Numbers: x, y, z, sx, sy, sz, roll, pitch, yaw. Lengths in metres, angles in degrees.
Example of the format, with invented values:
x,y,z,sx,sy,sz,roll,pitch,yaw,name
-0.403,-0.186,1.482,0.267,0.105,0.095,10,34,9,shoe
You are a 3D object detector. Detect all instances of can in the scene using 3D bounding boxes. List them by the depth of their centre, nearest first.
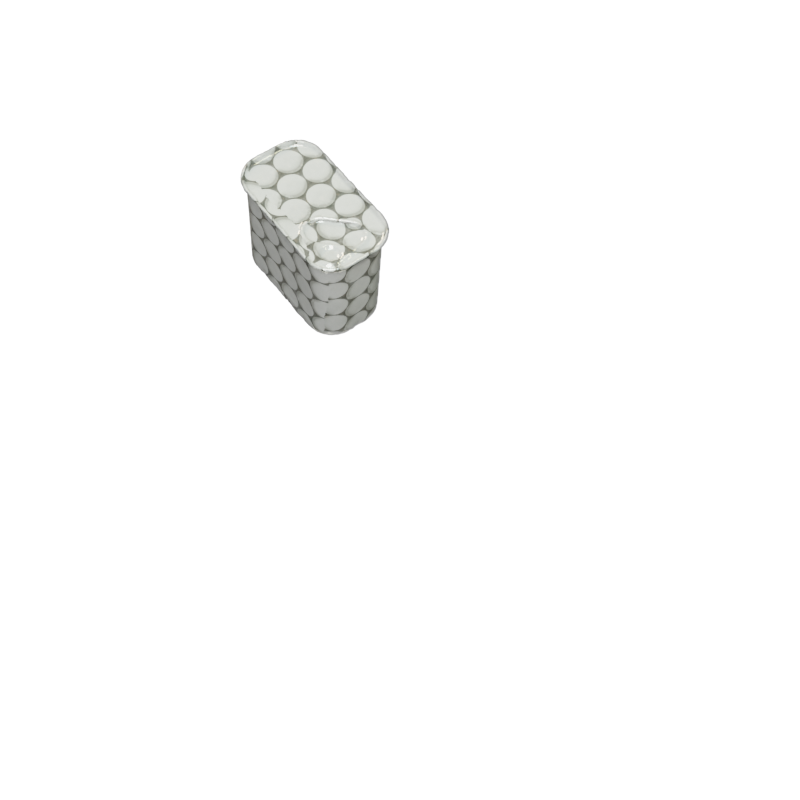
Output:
x,y,z,sx,sy,sz,roll,pitch,yaw,name
-0.055,-0.101,0.710,0.057,0.109,0.078,-31,-27,-20,can
